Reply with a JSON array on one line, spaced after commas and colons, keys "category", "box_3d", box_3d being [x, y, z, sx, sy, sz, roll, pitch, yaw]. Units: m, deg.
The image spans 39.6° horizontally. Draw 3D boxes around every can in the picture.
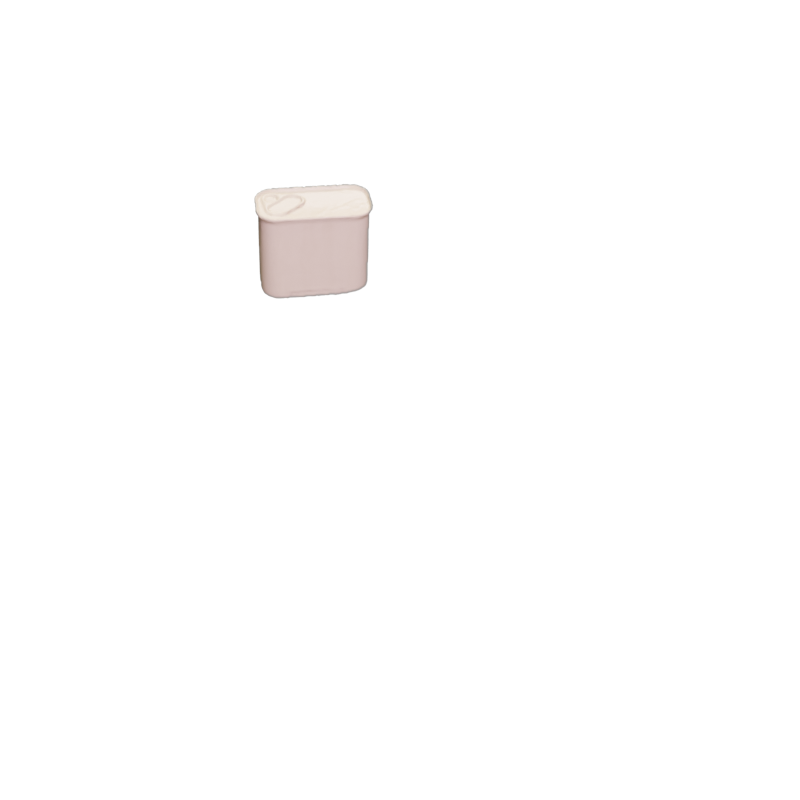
[{"category": "can", "box_3d": [-0.077, -0.141, 0.986, 0.101, 0.078, 0.062, -4, 35, -7]}]
